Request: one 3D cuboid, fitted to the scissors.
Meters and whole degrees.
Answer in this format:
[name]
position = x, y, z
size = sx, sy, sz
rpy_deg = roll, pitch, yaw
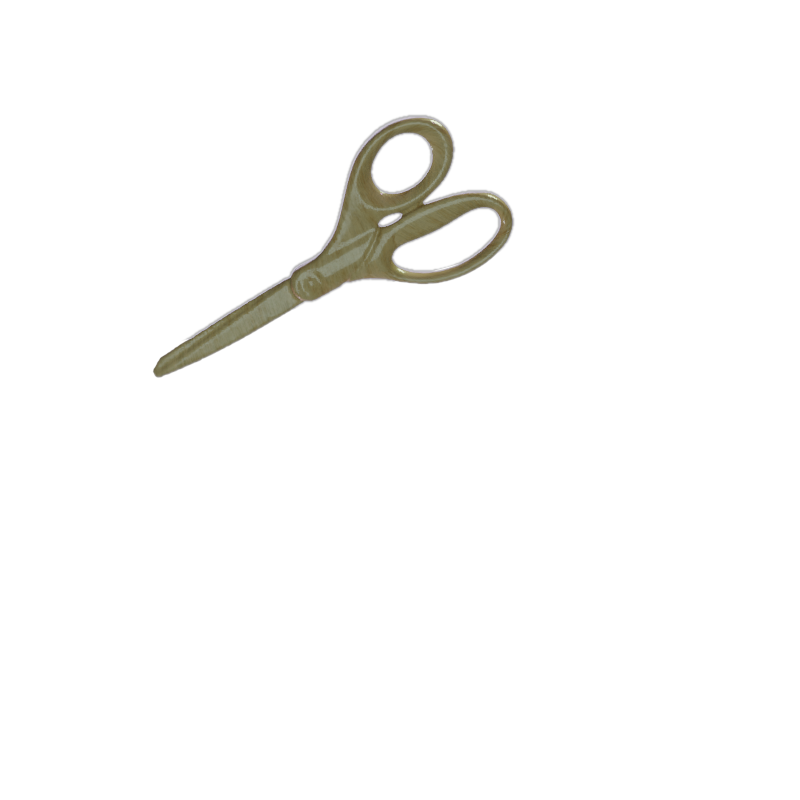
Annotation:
[scissors]
position = -0.044, -0.081, 0.566
size = 0.202, 0.093, 0.016
rpy_deg = -15, 14, 4
